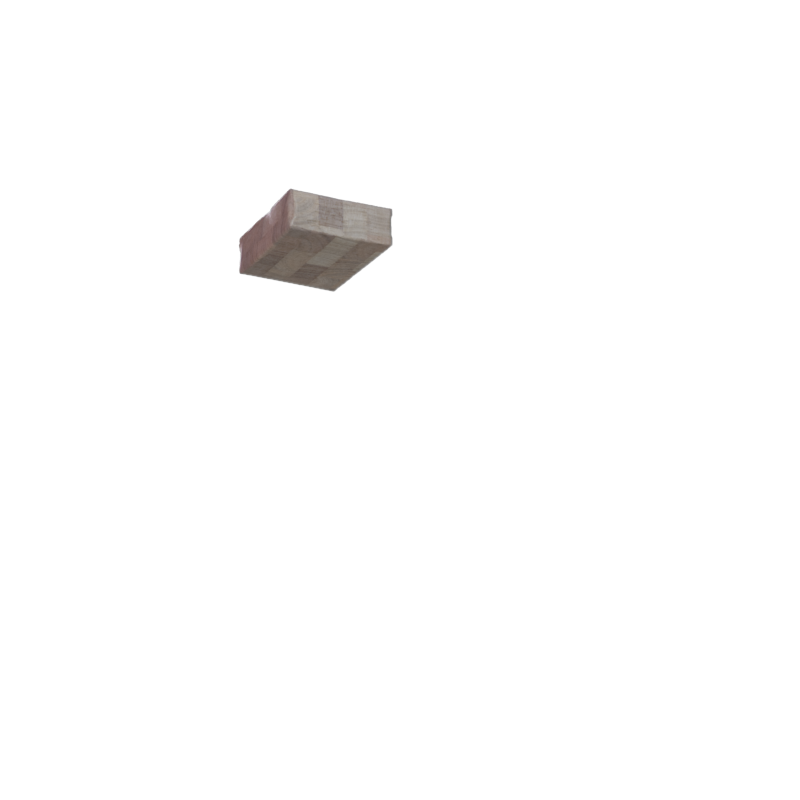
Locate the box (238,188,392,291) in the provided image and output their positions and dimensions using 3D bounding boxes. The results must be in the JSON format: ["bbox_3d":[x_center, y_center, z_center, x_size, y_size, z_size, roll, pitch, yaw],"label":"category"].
[{"bbox_3d":[-0.057,-0.104,0.731,0.070,0.032,0.088,9,-19,-26],"label":"box"}]
